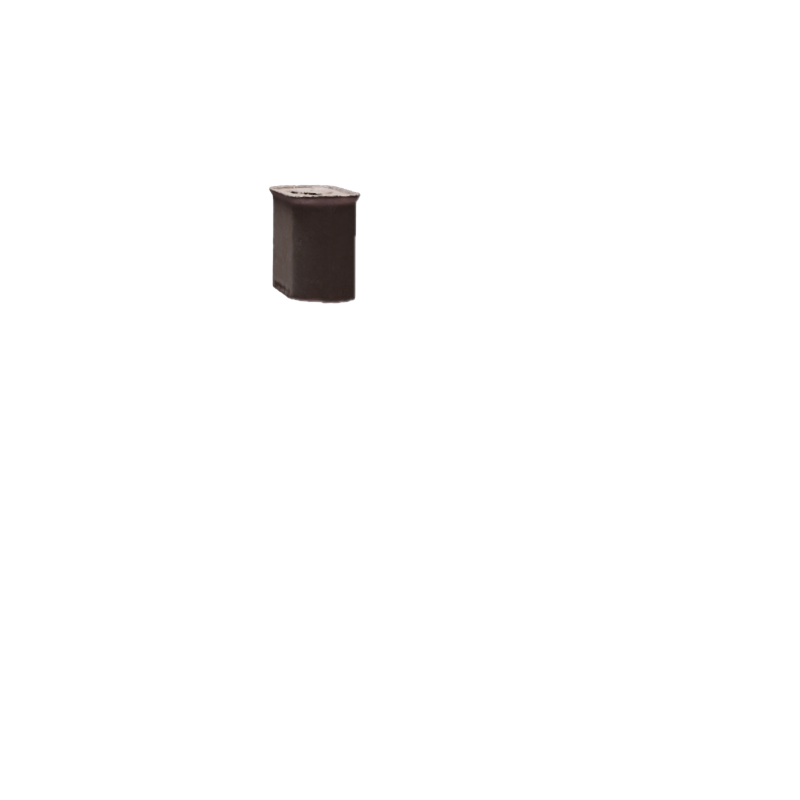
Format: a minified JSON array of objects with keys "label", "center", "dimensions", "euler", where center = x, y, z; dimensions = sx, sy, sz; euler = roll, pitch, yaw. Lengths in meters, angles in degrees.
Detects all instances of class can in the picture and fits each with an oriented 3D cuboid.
[{"label":"can","center":[-0.069,-0.126,0.886],"dimensions":[0.056,0.082,0.107],"euler":[-3,13,-18]}]
